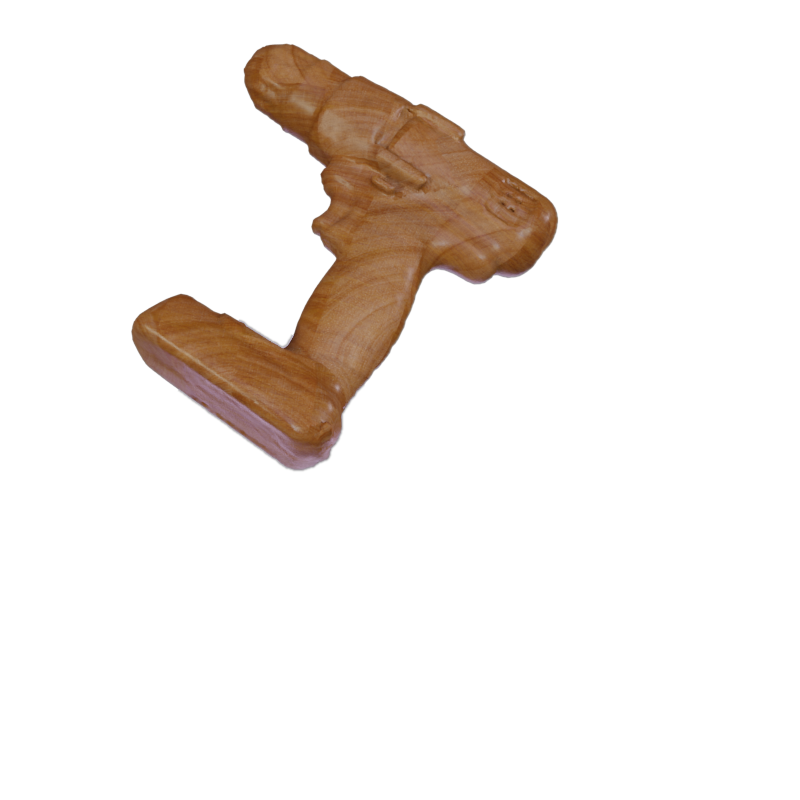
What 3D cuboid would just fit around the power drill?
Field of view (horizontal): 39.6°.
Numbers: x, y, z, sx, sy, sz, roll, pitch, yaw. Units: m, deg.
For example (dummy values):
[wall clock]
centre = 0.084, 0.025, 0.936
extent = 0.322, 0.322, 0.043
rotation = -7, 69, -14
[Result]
[power drill]
centre = -0.042, -0.077, 0.541
extent = 0.191, 0.191, 0.054
rotation = 33, -22, 15
